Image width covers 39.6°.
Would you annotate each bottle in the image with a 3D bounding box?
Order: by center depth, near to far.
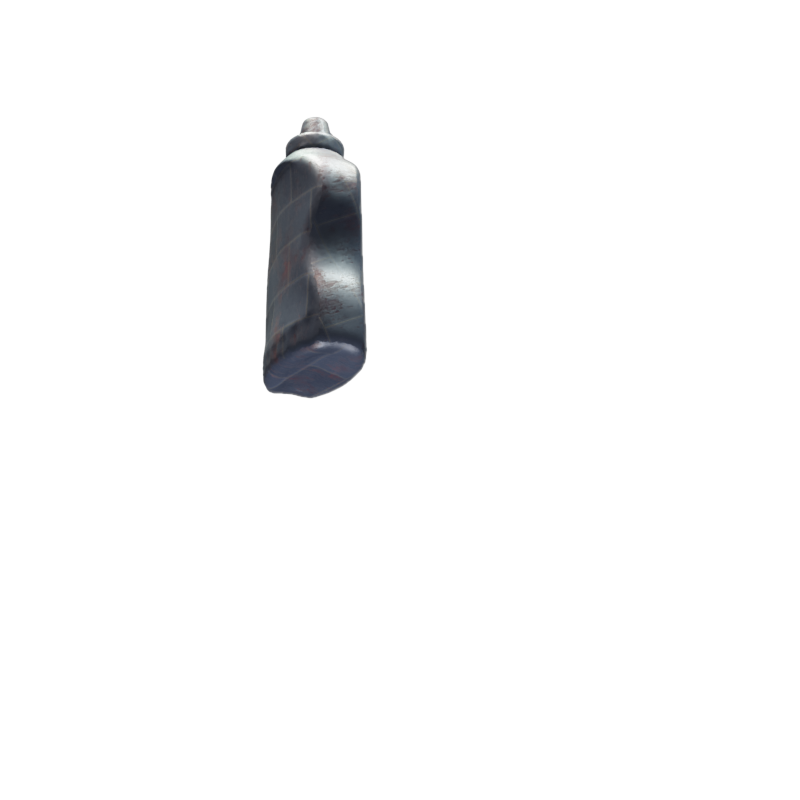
[{"bbox_3d":[-0.057,-0.105,0.739,0.057,0.203,0.093,9,-28,-21],"label":"bottle"}]
